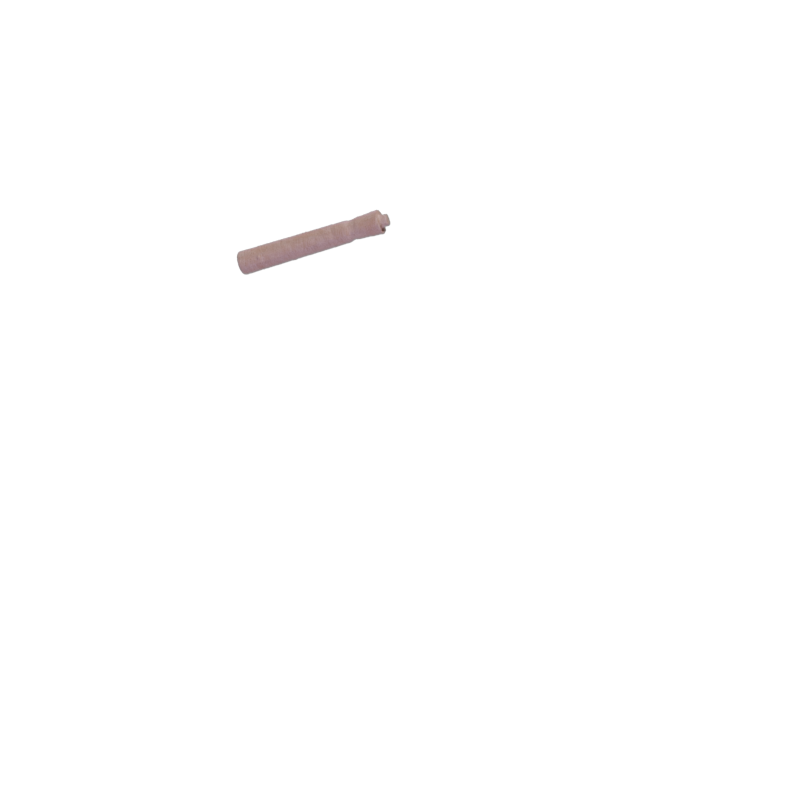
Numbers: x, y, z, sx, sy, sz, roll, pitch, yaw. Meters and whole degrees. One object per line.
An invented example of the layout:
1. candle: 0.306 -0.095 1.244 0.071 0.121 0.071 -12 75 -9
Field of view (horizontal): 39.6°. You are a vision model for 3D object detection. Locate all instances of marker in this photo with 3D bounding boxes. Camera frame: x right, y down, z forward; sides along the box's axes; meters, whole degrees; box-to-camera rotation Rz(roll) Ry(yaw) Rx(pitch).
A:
1. marker: -0.065 -0.119 0.832 0.122 0.020 0.019 -14 0 18
